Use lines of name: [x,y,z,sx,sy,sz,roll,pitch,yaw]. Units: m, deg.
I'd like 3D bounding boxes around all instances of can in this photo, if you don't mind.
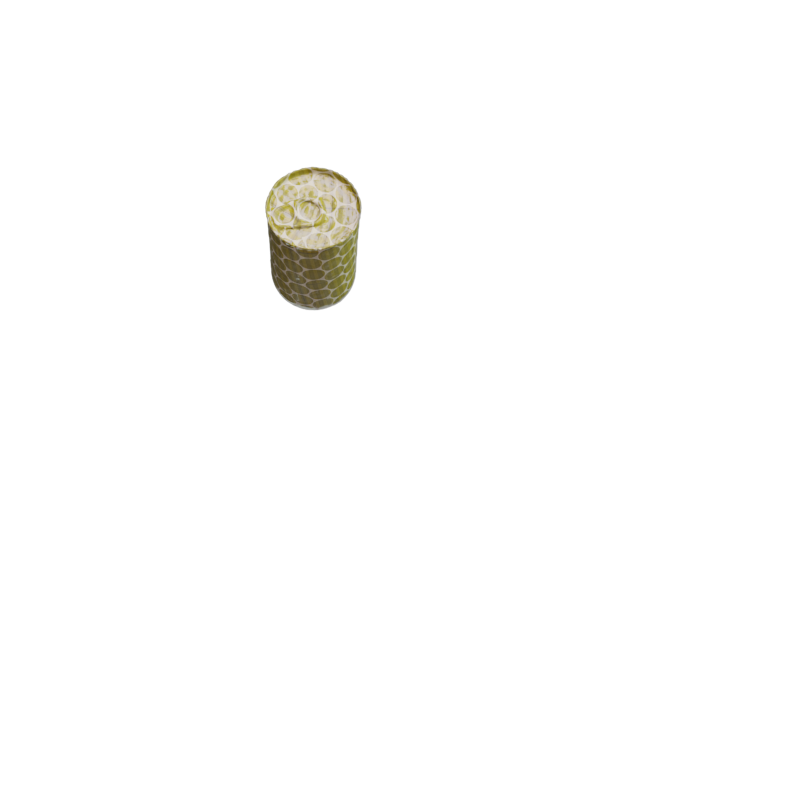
can: [-0.065,-0.118,0.825,0.068,0.073,0.097,0,-24,-3]
